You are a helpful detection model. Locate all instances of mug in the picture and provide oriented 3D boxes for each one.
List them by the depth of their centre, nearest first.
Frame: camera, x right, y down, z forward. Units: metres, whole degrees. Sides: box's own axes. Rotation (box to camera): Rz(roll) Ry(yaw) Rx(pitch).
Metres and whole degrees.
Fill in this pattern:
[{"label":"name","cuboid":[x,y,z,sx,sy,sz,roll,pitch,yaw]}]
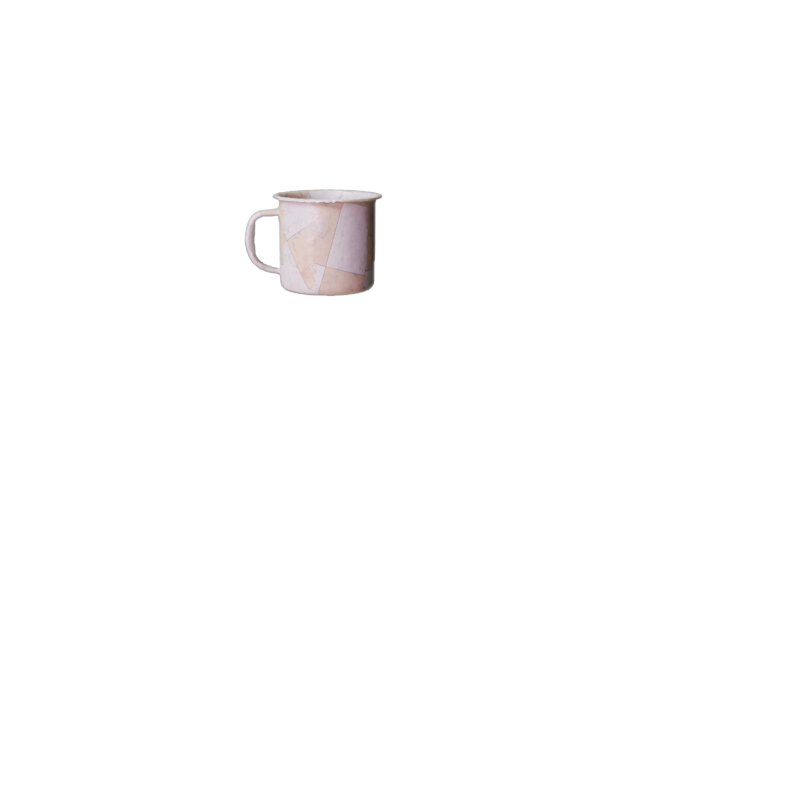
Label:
[{"label":"mug","cuboid":[-0.074,-0.135,0.946,0.116,0.080,0.096,-1,13,-5]}]
